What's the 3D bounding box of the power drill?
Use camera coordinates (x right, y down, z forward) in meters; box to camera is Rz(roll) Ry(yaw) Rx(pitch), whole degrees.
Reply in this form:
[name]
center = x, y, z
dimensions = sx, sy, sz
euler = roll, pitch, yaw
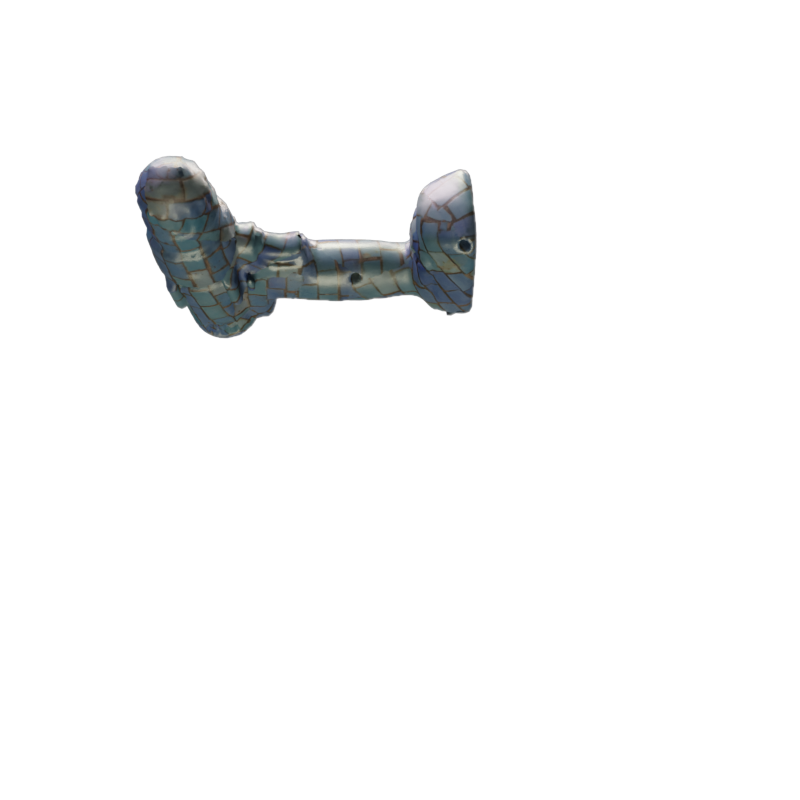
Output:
[power drill]
center = -0.051, -0.093, 0.652
dimensions = 0.189, 0.060, 0.174
euler = -2, -19, 4
